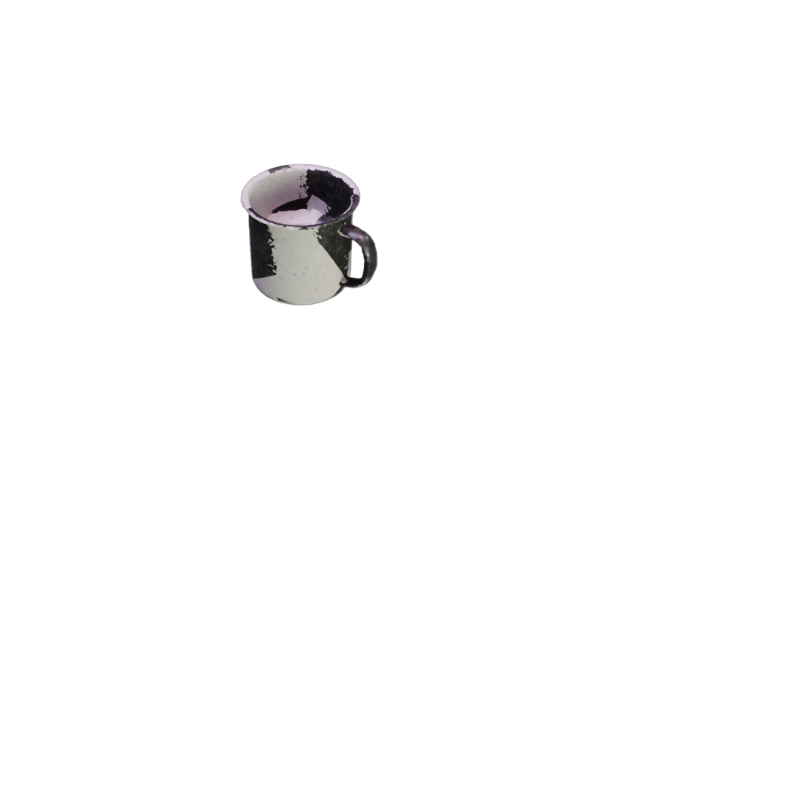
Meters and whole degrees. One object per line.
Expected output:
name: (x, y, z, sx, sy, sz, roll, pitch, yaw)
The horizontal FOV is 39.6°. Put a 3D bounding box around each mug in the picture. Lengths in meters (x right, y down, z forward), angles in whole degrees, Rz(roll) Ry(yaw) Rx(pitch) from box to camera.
mug: (-0.069, -0.125, 0.877, 0.123, 0.076, 0.095, 22, 44, 24)
